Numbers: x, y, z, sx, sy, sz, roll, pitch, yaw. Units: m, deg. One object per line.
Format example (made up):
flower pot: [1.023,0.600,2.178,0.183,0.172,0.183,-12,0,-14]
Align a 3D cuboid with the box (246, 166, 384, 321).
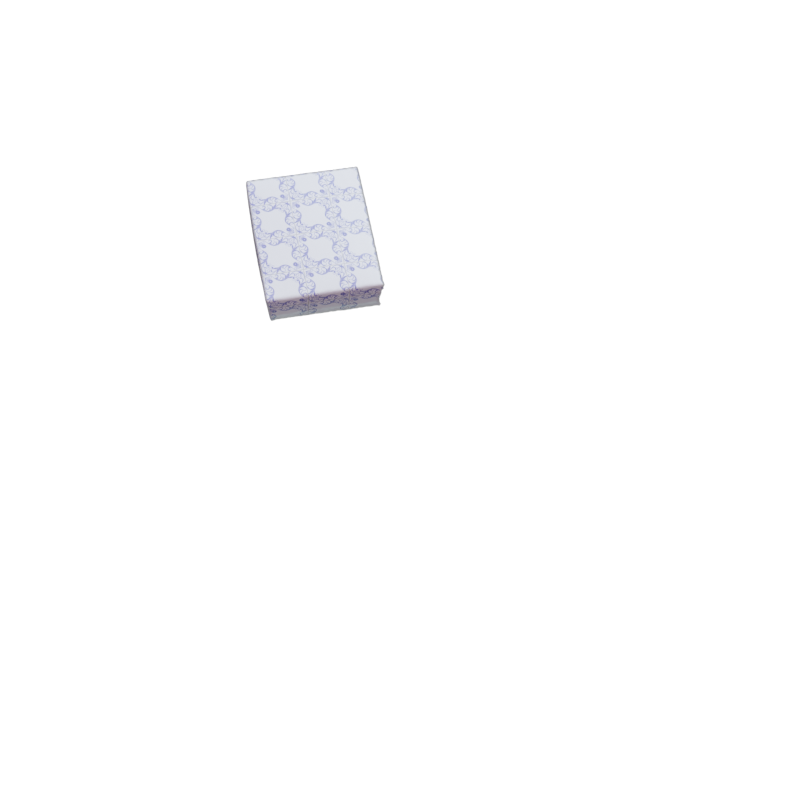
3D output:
box: [-0.067,-0.122,0.857,0.089,0.121,0.037,-9,-27,-5]
